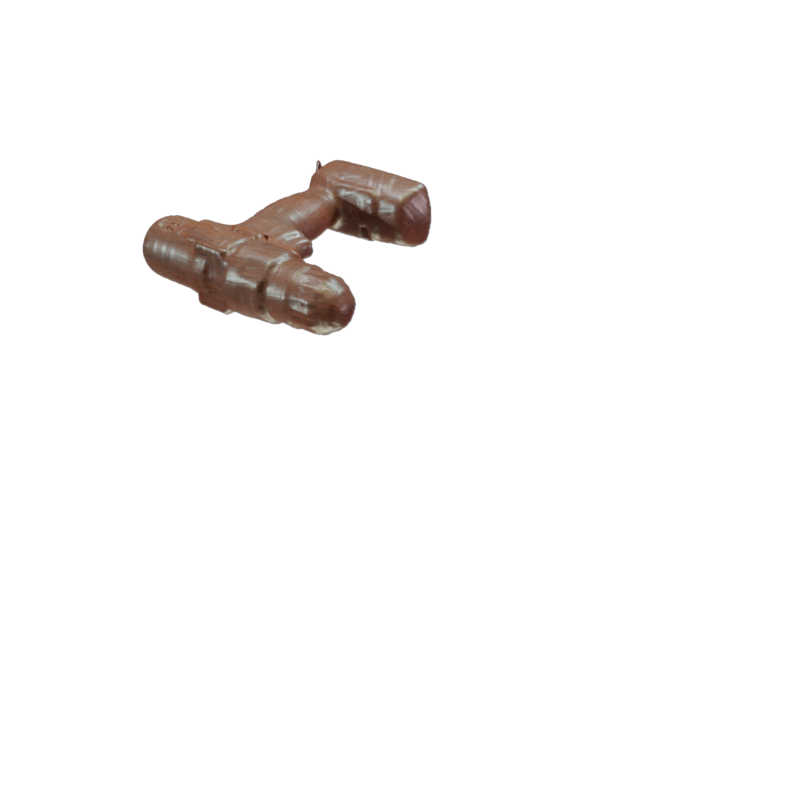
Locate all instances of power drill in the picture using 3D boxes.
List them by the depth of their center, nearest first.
[{"bbox_3d":[-0.062,-0.113,0.793,0.196,0.054,0.187,23,37,34],"label":"power drill"}]
